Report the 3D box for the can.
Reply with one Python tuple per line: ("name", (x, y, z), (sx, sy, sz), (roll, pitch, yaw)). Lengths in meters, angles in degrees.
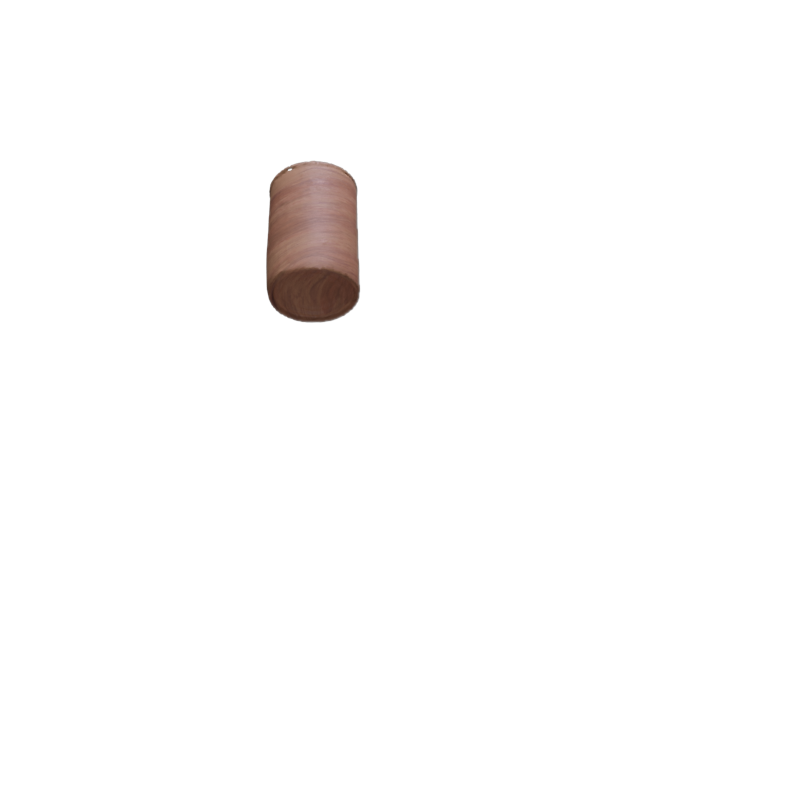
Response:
("can", (-0.064, -0.117, 0.820), (0.068, 0.109, 0.064), (-1, -36, -2))
